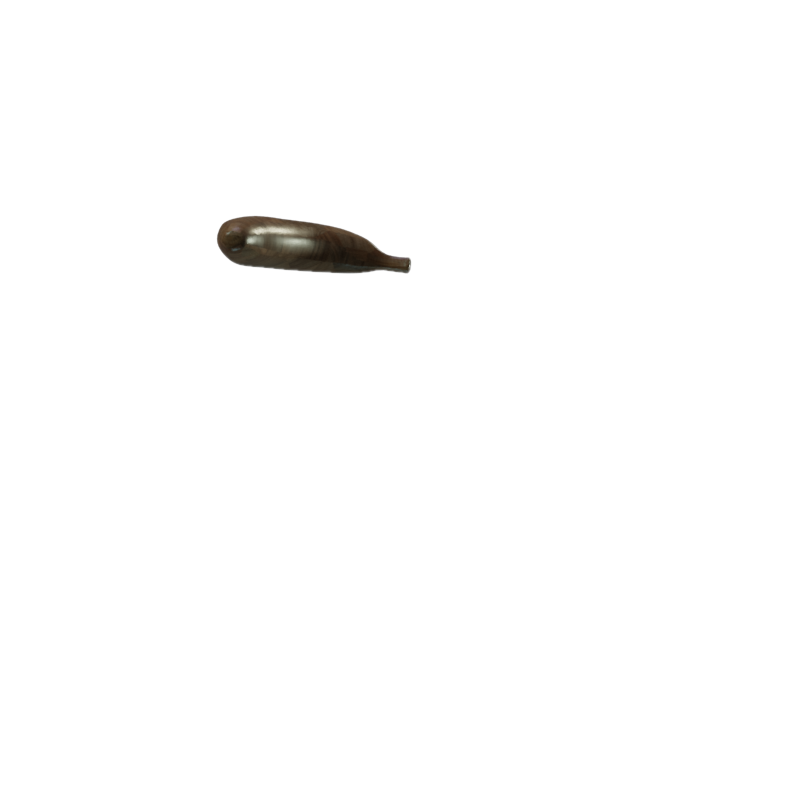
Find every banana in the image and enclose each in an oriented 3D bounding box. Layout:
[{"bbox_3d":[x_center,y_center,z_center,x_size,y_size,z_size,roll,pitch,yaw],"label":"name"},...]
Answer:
[{"bbox_3d":[-0.074,-0.112,0.796,0.072,0.037,0.190,1,3,38],"label":"banana"}]
